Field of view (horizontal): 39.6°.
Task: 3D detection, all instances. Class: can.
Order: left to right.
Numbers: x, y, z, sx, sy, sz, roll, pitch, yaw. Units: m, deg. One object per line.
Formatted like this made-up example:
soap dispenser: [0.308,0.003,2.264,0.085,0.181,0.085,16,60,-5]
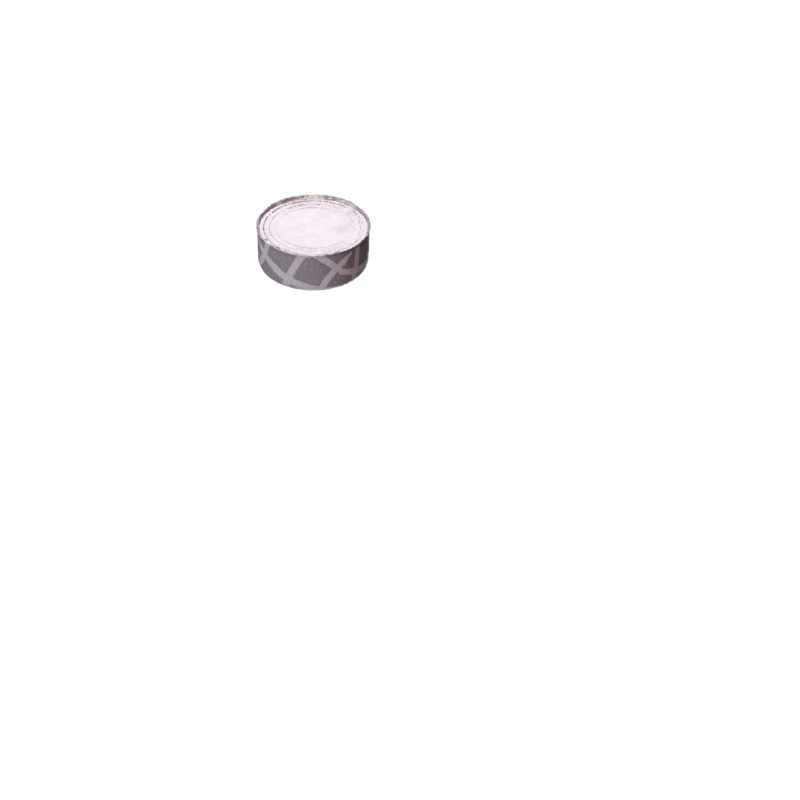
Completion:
can: [-0.066,-0.120,0.838,0.086,0.031,0.092,-1,38,-2]
